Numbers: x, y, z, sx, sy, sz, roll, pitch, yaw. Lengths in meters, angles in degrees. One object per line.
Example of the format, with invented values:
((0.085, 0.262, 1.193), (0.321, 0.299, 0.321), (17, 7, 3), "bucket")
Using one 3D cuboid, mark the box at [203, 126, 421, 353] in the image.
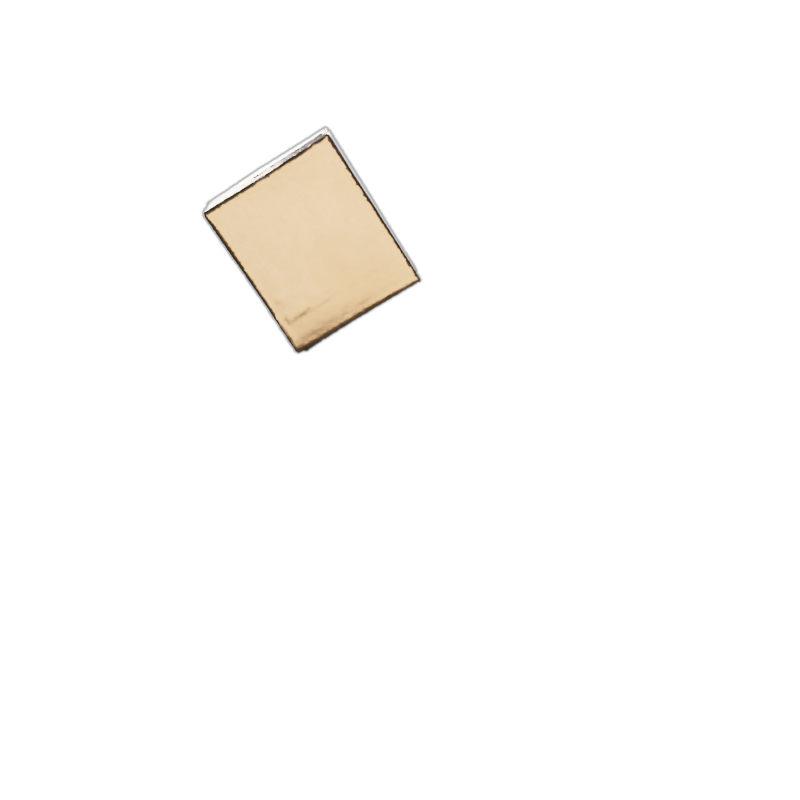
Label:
((-0.043, -0.079, 0.553), (0.073, 0.087, 0.031), (-32, 12, 7), "box")
